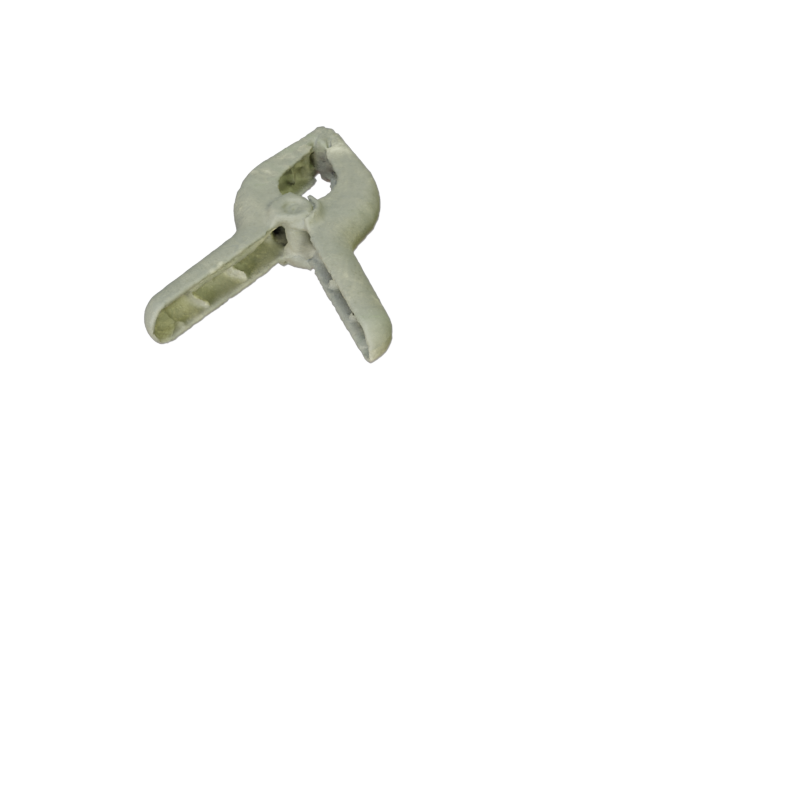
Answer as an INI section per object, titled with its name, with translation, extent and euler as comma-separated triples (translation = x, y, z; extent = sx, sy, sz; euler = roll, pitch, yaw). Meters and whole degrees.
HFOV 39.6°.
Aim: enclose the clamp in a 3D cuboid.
[clamp]
translation = -0.045, -0.082, 0.575
extent = 0.123, 0.180, 0.036
euler = 14, -41, 12
